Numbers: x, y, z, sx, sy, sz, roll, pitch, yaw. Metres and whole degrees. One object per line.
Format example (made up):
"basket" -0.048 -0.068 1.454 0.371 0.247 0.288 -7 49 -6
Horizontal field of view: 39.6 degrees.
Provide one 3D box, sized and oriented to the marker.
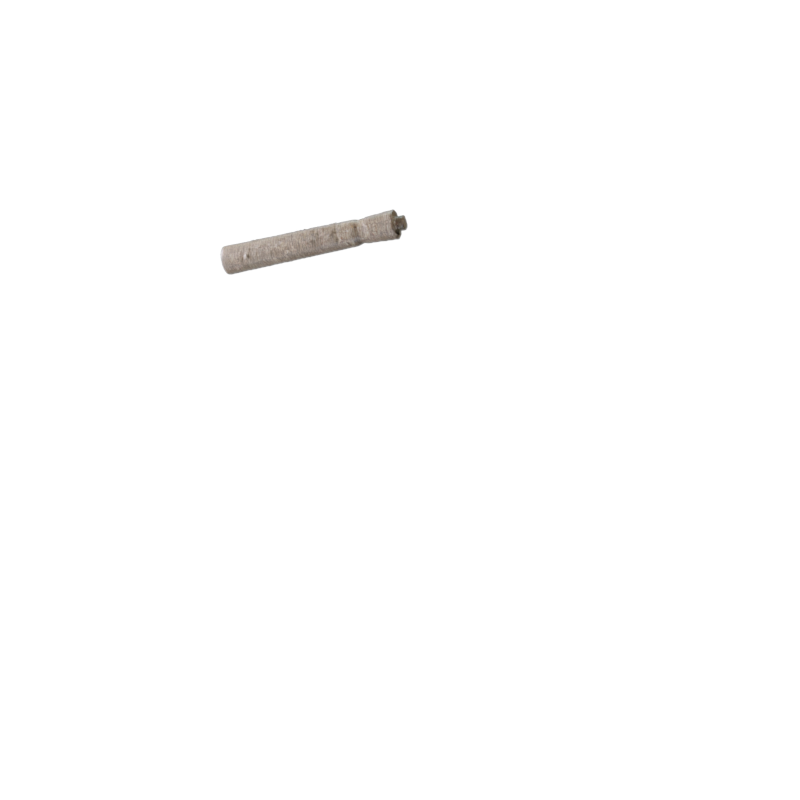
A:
"marker" -0.054 -0.099 0.695 0.123 0.020 0.019 -9 1 18
